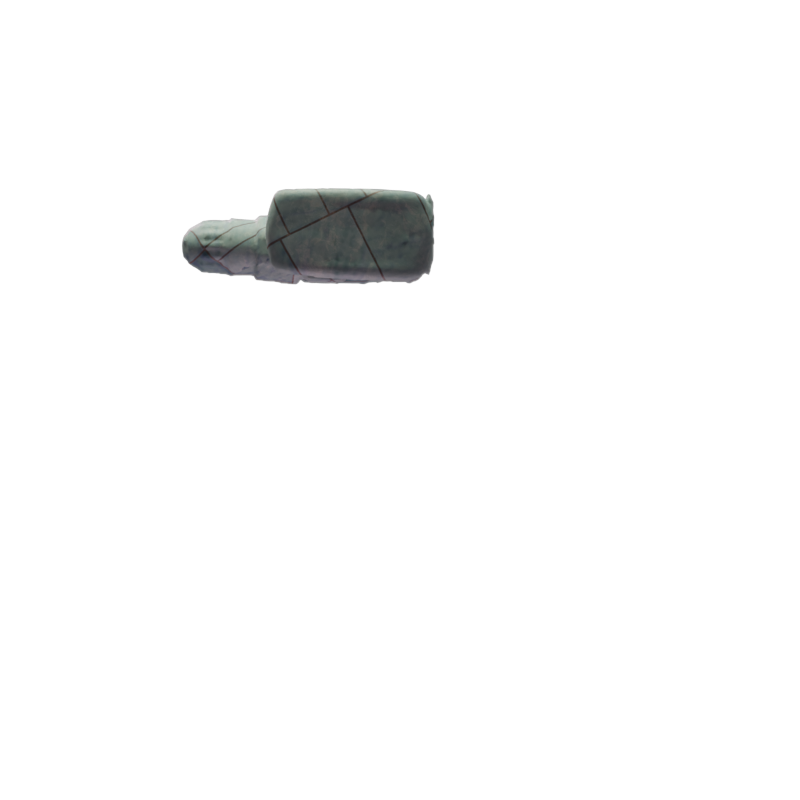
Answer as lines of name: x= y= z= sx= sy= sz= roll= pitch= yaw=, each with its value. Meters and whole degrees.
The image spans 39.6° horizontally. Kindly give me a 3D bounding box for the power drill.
power drill: x=-0.060 y=-0.110 z=0.767 sx=0.183 sy=0.057 sz=0.190 roll=-1 pitch=5 yaw=-7
